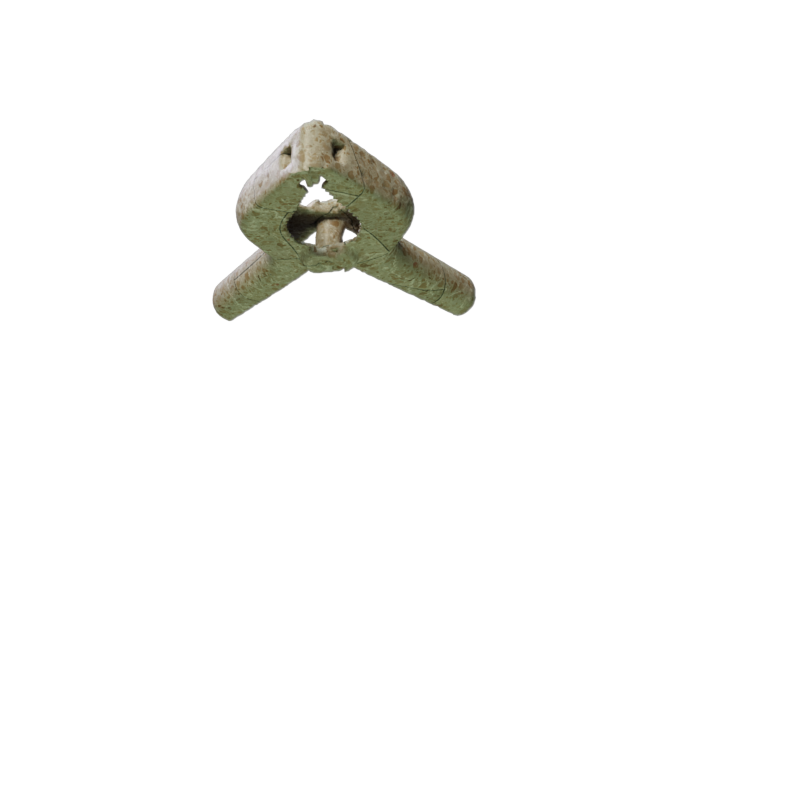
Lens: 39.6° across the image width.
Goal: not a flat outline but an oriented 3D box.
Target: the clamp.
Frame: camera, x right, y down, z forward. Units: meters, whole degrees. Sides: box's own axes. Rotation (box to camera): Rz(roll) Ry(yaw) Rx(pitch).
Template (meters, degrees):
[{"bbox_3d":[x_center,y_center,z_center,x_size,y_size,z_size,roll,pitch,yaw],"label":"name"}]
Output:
[{"bbox_3d":[-0.049,-0.089,0.624,0.166,0.038,0.197,-4,-19,10],"label":"clamp"}]
